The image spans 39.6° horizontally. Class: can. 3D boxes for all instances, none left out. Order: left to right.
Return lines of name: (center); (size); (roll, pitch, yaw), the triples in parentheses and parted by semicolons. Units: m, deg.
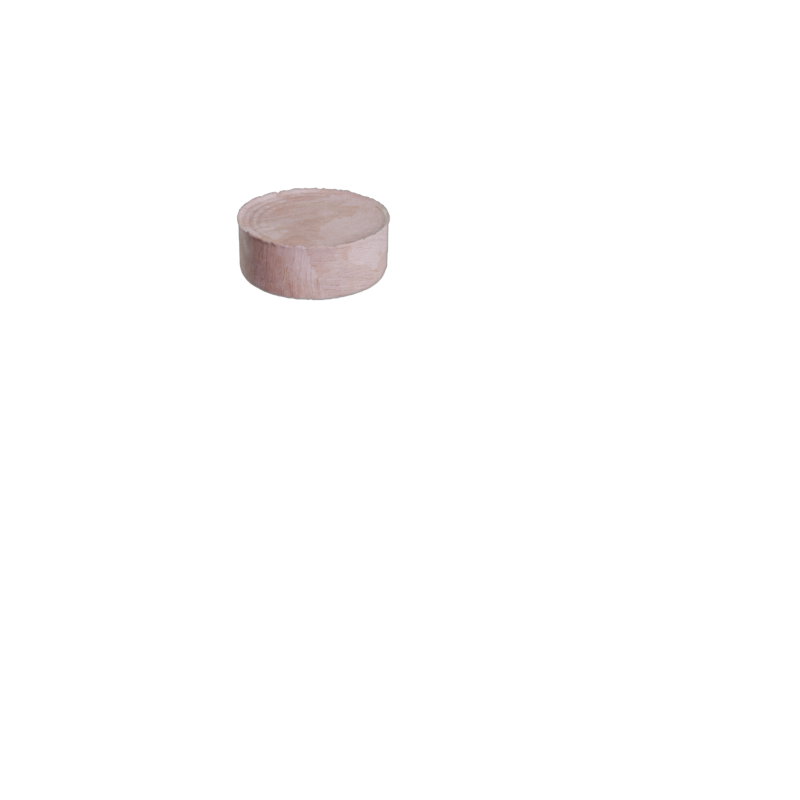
can: (-0.049, -0.090, 0.627); (0.086, 0.032, 0.091); (-1, 30, -2)
